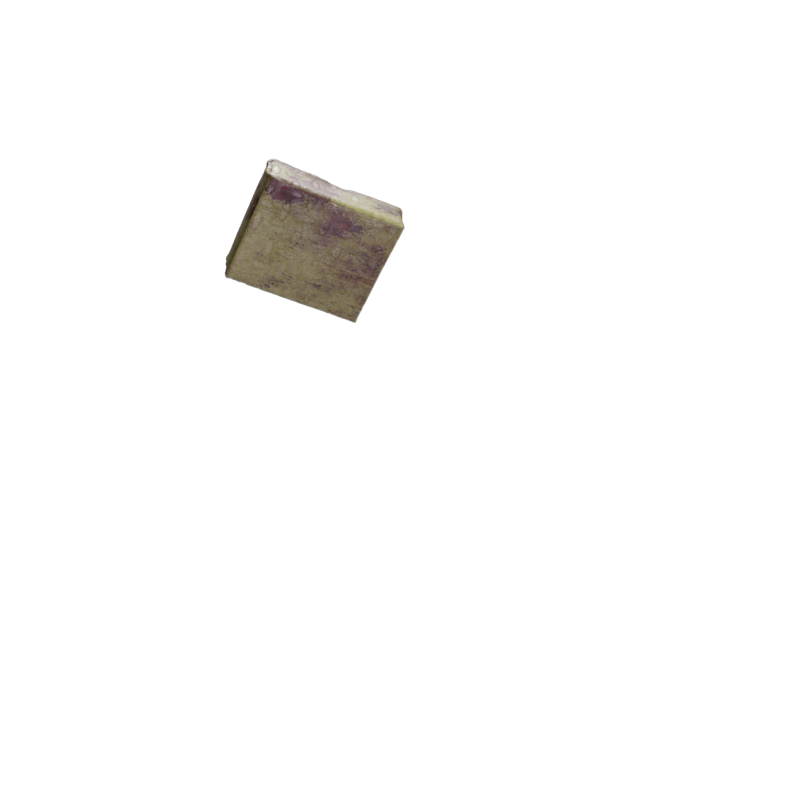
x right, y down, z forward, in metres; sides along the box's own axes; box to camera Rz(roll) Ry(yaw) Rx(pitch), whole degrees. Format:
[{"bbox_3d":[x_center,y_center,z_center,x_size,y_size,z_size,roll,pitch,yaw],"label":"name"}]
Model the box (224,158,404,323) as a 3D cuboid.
[{"bbox_3d":[-0.053,-0.096,0.670,0.087,0.070,0.032,20,27,-12],"label":"box"}]
